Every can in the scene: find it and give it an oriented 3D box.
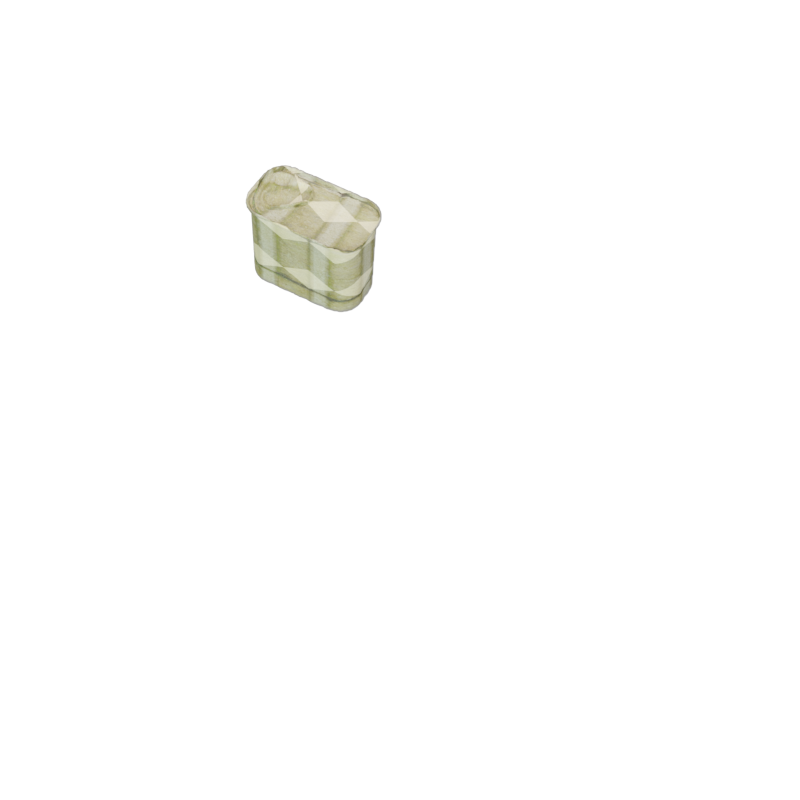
[{"bbox_3d":[-0.068,-0.124,0.867,0.106,0.059,0.078,26,-32,16],"label":"can"}]
